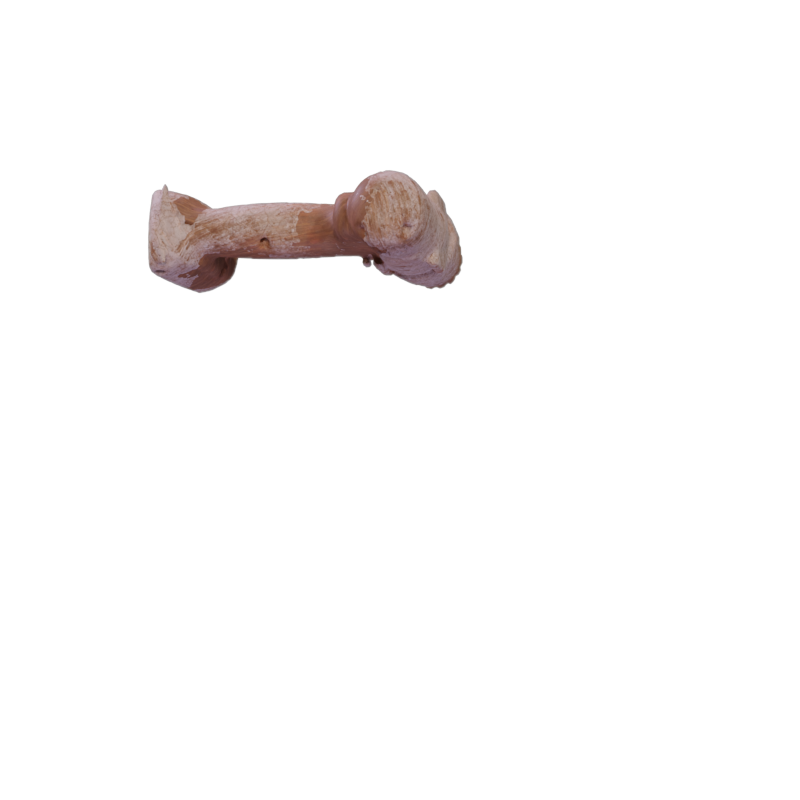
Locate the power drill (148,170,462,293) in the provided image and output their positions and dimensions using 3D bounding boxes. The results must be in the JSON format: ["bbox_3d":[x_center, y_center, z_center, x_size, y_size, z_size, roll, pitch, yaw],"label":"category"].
[{"bbox_3d":[-0.057,-0.104,0.729,0.191,0.059,0.176,-2,-8,14],"label":"power drill"}]
